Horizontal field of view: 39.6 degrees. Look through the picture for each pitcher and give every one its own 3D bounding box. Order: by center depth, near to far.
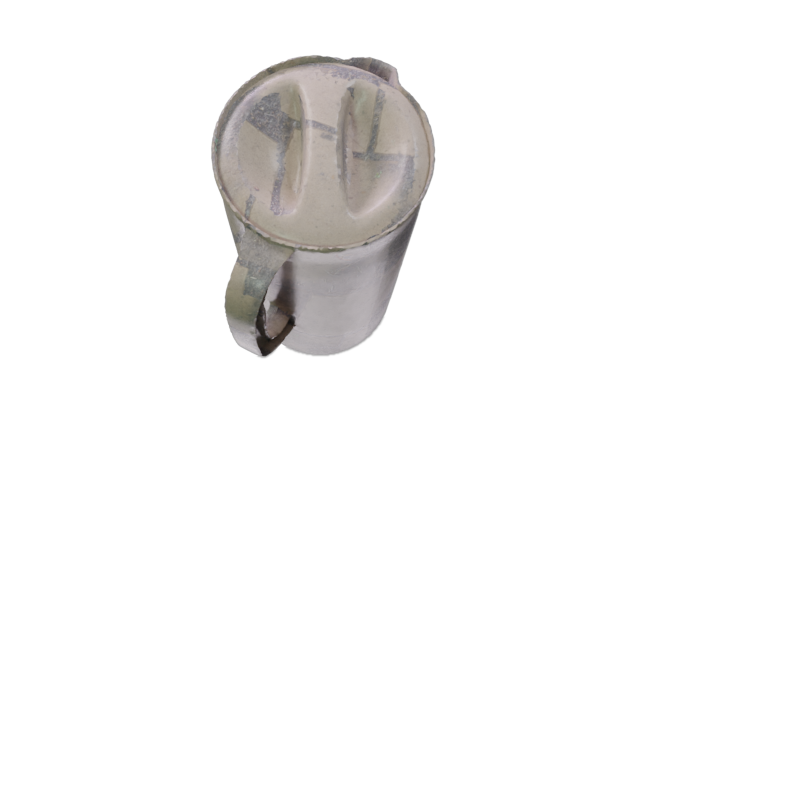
[{"bbox_3d":[-0.059,-0.108,0.758,0.148,0.153,0.232,-17,-18,-9],"label":"pitcher"}]
